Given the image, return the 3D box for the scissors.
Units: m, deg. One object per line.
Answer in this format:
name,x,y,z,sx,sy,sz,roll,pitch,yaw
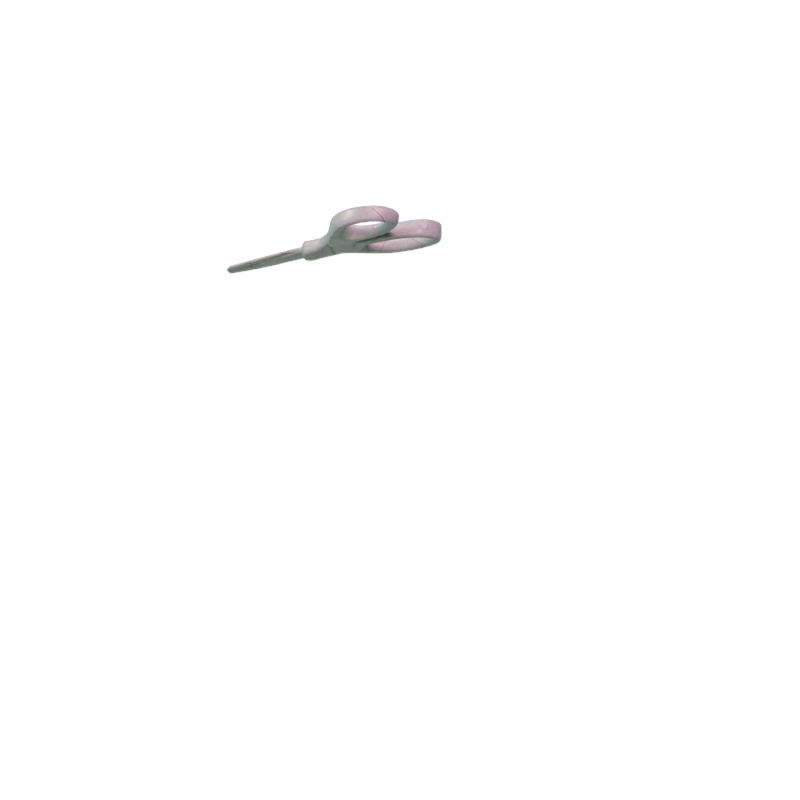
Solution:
scissors,-0.069,-0.125,0.878,0.206,0.016,0.091,-4,-12,22
